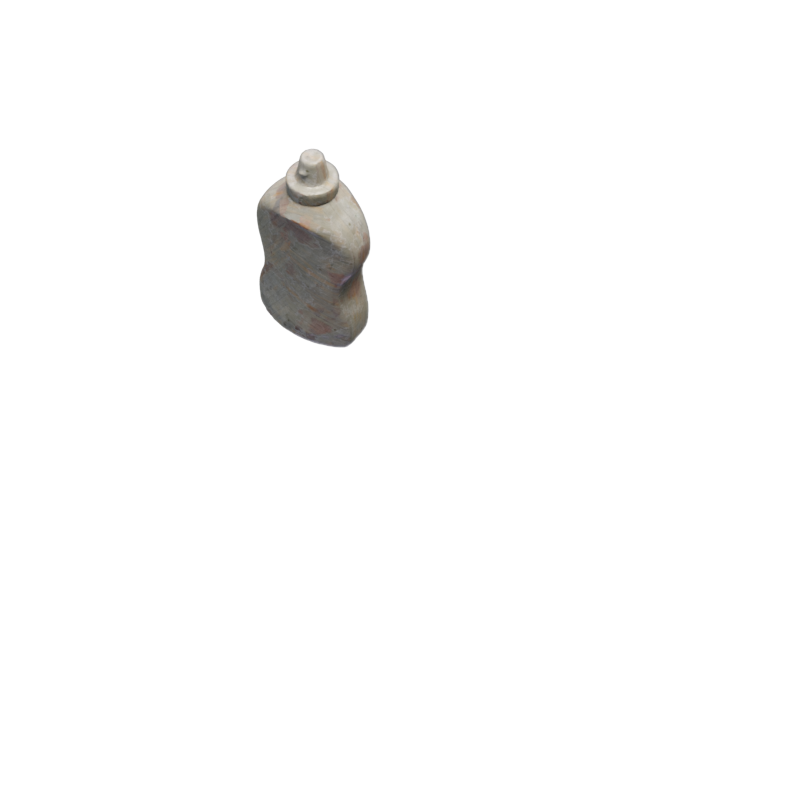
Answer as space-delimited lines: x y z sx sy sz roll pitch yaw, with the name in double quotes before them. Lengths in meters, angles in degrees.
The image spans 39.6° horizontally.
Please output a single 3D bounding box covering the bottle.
"bottle" -0.070 -0.127 0.891 0.101 0.060 0.179 32 -33 19
